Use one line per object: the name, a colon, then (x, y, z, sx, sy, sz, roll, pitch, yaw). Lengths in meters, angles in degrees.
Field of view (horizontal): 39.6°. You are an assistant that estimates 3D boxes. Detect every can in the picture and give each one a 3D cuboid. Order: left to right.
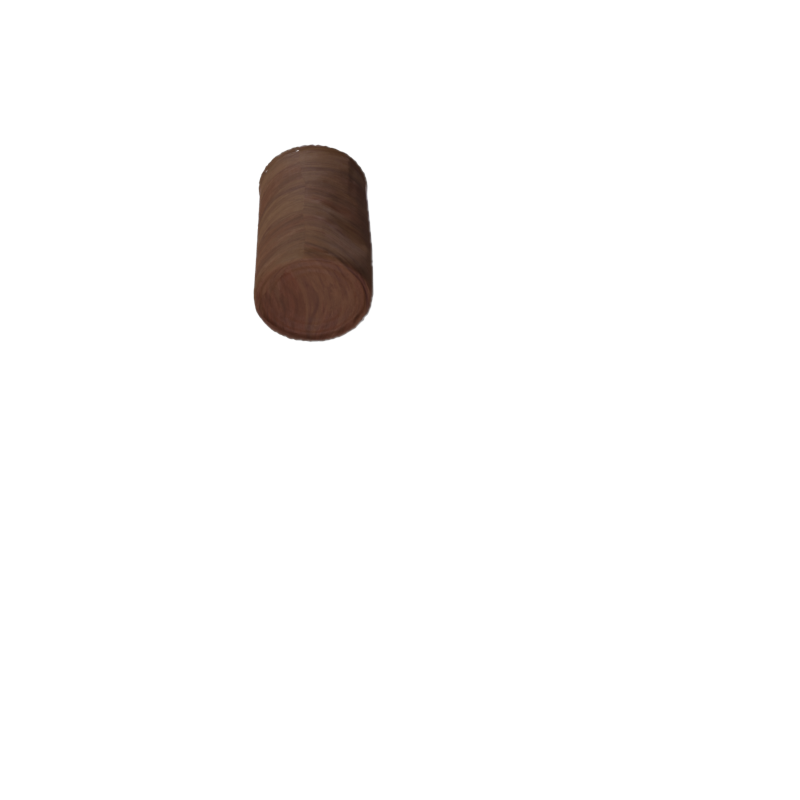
can: (-0.051, -0.093, 0.651, 0.068, 0.110, 0.064, -1, -45, -3)
